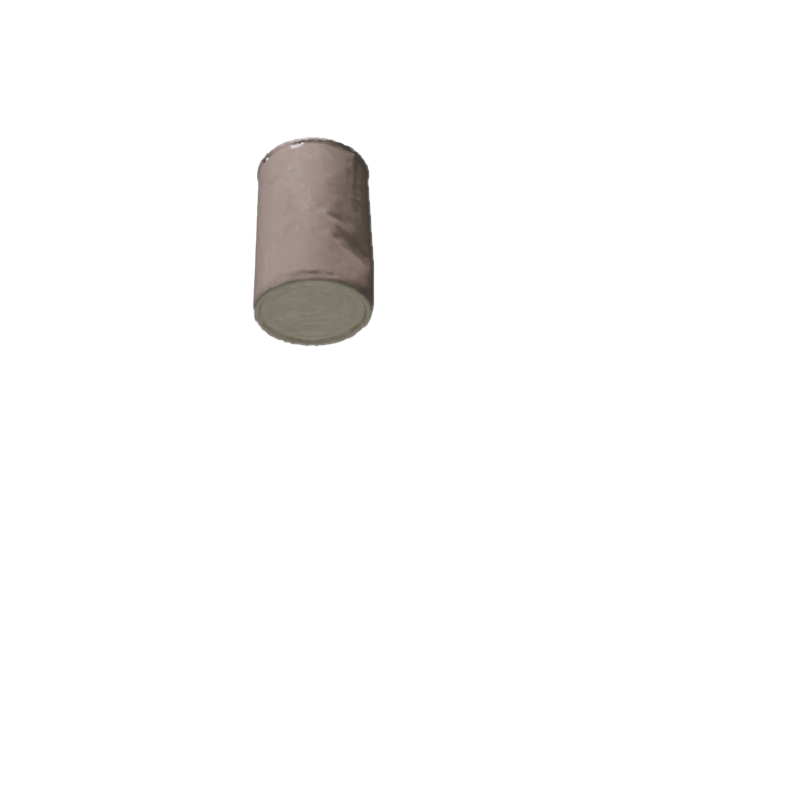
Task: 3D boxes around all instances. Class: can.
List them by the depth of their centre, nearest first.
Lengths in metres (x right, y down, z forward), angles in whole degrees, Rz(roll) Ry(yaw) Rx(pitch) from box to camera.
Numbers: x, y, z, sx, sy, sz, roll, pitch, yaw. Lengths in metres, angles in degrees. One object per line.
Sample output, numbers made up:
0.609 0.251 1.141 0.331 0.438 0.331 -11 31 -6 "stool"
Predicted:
-0.050 -0.091 0.640 0.068 0.109 0.064 -1 -34 -2 "can"
